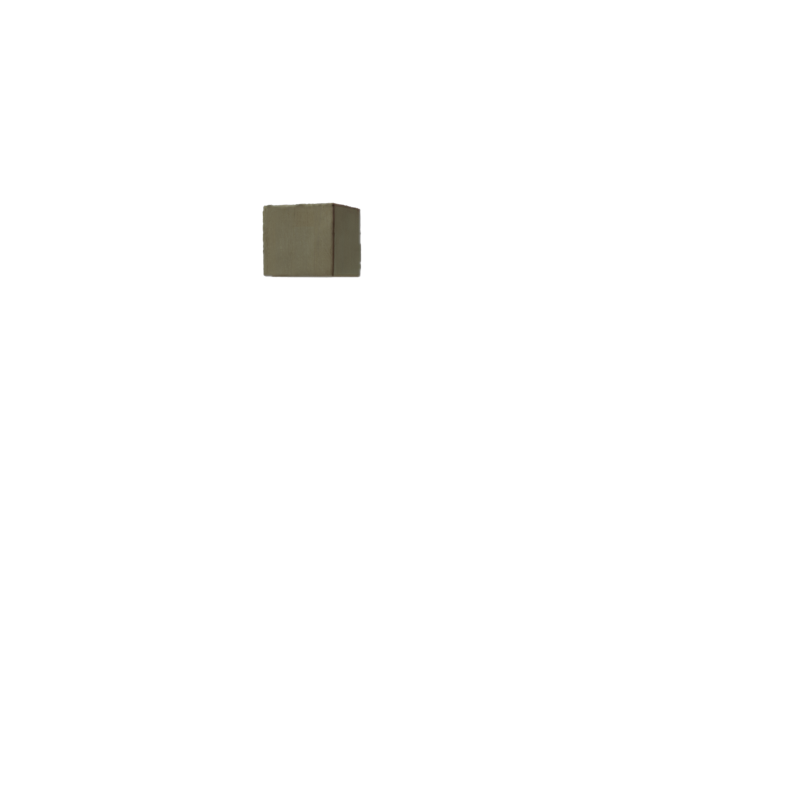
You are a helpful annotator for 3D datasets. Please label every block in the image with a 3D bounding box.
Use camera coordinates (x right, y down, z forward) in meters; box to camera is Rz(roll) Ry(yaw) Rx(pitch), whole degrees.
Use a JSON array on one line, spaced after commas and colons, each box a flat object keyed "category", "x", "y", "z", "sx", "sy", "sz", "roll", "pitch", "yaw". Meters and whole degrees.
[{"category": "block", "x": -0.062, "y": -0.114, "z": 0.796, "sx": 0.054, "sy": 0.051, "sz": 0.077, "roll": 1, "pitch": 4, "yaw": 13}]
